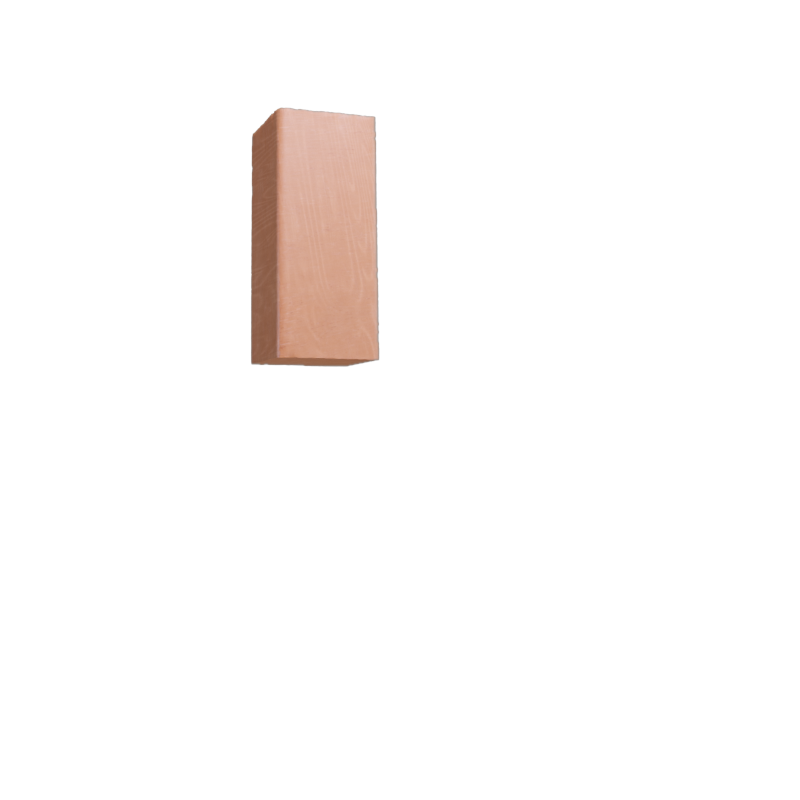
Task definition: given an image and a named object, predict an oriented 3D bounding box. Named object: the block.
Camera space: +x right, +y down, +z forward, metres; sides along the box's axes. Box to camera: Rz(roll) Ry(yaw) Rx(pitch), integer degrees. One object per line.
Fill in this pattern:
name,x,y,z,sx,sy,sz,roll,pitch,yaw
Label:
block,-0.075,-0.135,0.949,0.088,0.211,0.091,3,-9,-20
